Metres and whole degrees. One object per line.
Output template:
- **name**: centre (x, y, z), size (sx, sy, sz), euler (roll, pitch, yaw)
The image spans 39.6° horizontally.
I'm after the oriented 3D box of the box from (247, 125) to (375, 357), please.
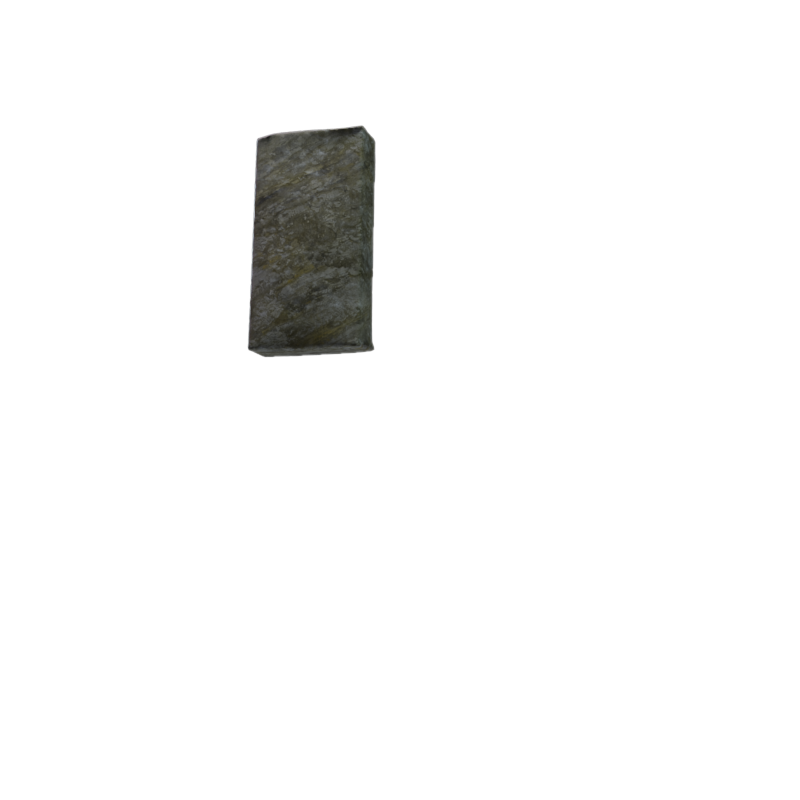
- **box**: centre (-0.069, -0.125, 0.873), size (0.095, 0.181, 0.046), euler (-4, -12, 17)
